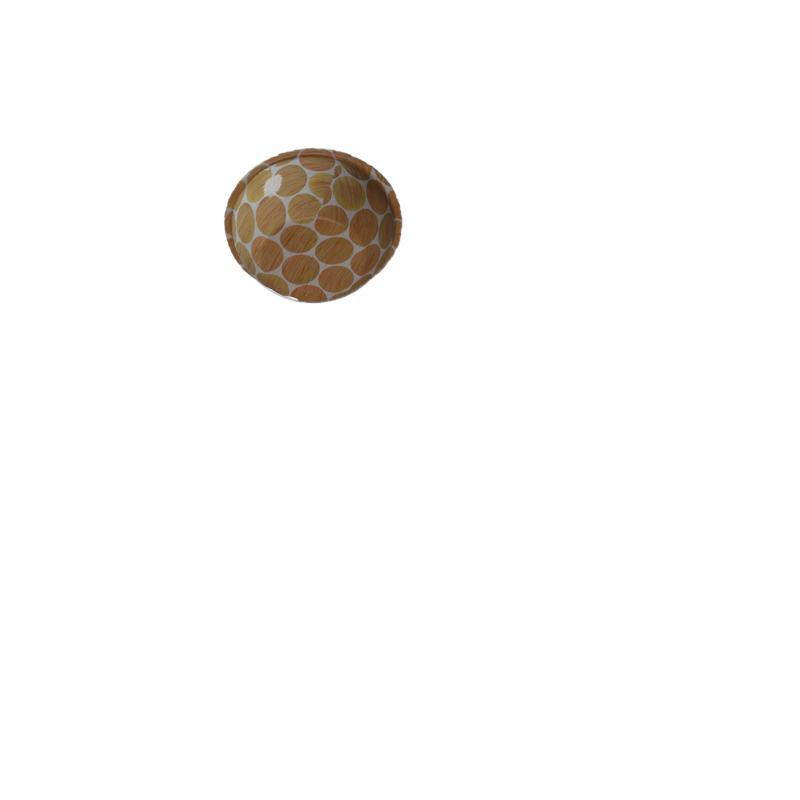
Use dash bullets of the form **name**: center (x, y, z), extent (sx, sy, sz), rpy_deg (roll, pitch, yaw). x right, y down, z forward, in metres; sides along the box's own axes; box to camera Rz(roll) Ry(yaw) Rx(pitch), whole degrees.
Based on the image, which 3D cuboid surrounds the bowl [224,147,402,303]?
- **bowl**: center (-0.077, -0.140, 0.981), extent (0.162, 0.151, 0.059), rpy_deg (1, 38, -1)
